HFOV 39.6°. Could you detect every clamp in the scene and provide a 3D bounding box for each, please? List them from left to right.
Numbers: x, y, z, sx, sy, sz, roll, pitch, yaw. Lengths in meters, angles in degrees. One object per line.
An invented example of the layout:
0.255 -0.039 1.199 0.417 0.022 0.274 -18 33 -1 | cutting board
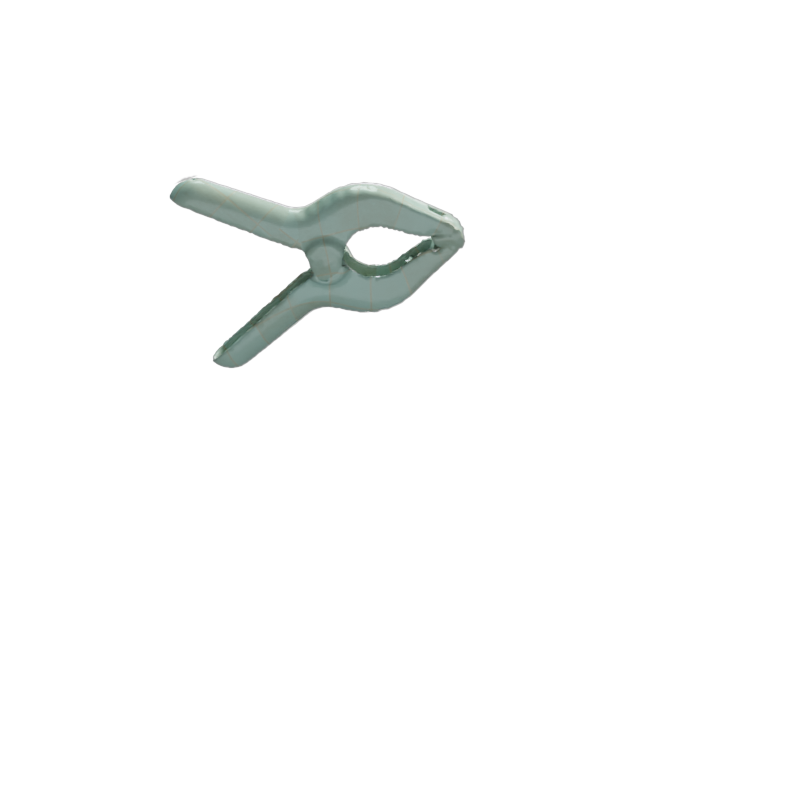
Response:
-0.051 -0.094 0.656 0.172 0.113 0.041 -18 25 8 | clamp
